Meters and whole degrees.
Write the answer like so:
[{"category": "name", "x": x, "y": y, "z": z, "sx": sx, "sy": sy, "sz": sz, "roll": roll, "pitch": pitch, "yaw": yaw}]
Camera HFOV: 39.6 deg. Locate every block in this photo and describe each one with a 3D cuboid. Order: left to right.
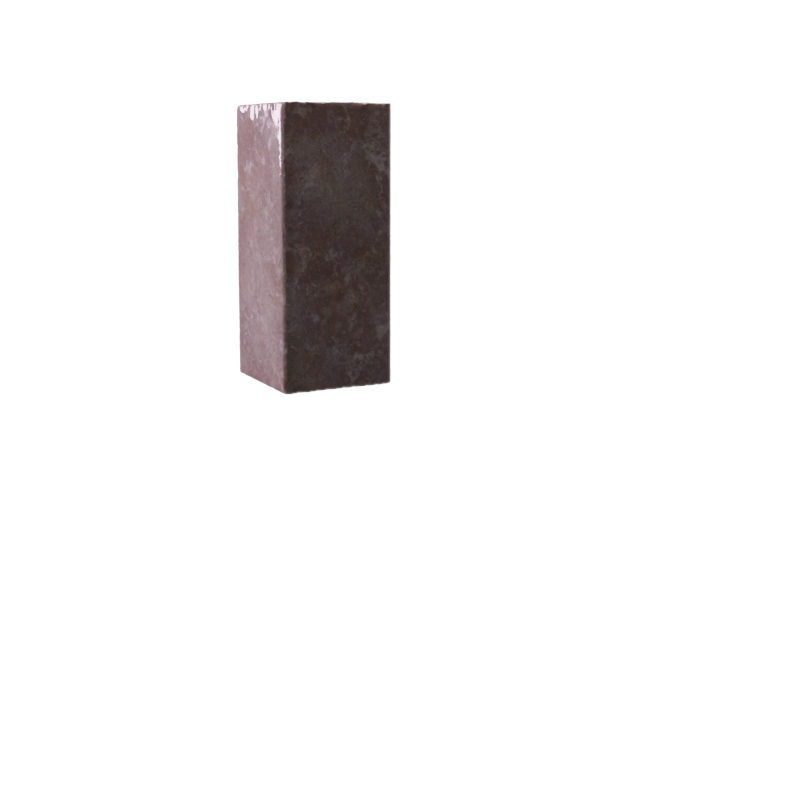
[{"category": "block", "x": -0.066, "y": -0.119, "z": 0.833, "sx": 0.088, "sy": 0.203, "sz": 0.095, "roll": -3, "pitch": 8, "yaw": -28}]
